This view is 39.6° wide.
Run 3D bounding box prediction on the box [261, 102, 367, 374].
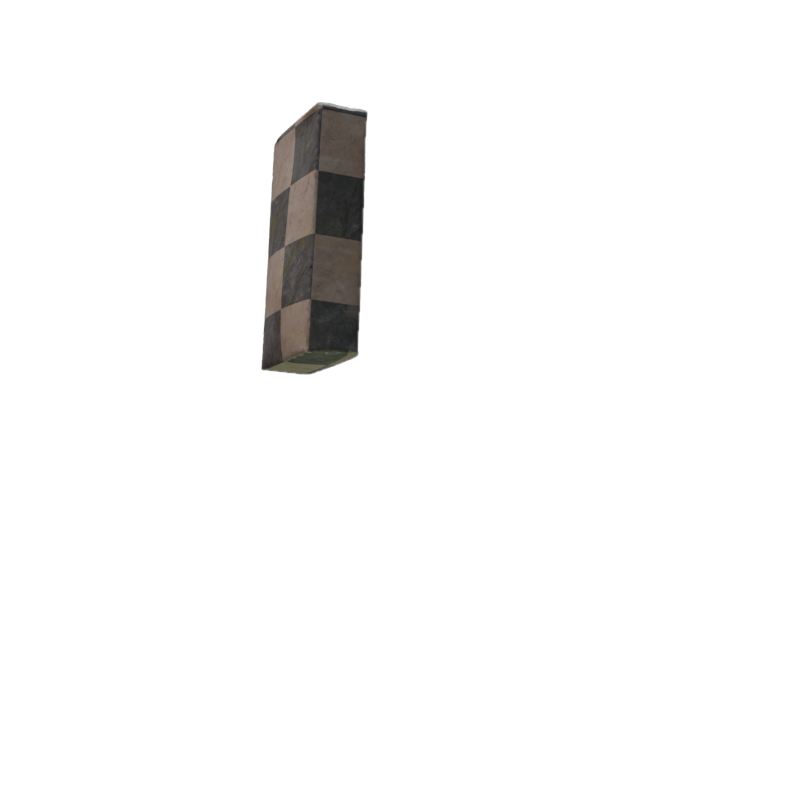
[{"bbox_3d":[-0.062,-0.112,0.785,0.046,0.182,0.093,6,-15,-25],"label":"box"}]
